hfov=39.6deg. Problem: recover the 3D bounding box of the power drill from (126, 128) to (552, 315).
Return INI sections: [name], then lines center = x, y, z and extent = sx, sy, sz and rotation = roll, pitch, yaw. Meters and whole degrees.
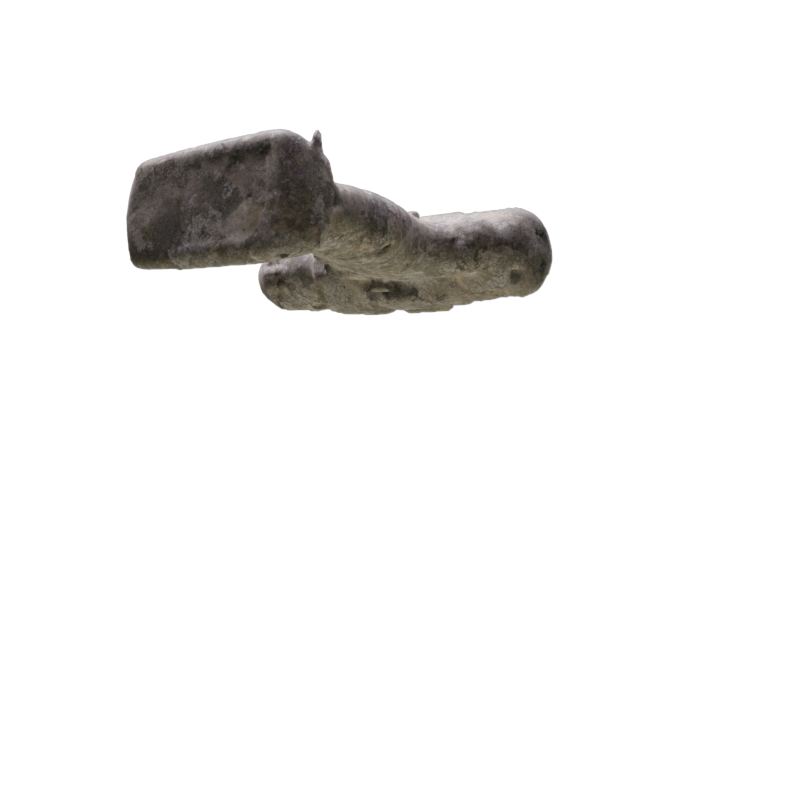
[power drill]
center = -0.044, -0.080, 0.558
extent = 0.190, 0.059, 0.178
rotation = -4, -6, 37
